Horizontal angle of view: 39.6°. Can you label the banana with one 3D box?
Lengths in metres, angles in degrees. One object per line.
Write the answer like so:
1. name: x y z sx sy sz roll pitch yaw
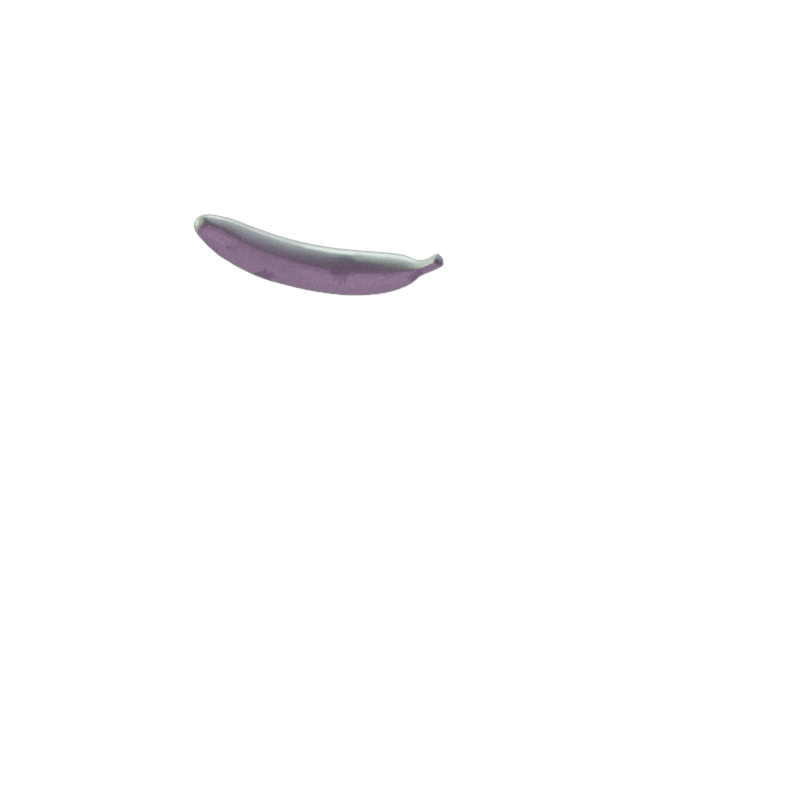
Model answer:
1. banana: -0.070 -0.115 0.888 0.195 0.039 0.066 7 -35 -10
